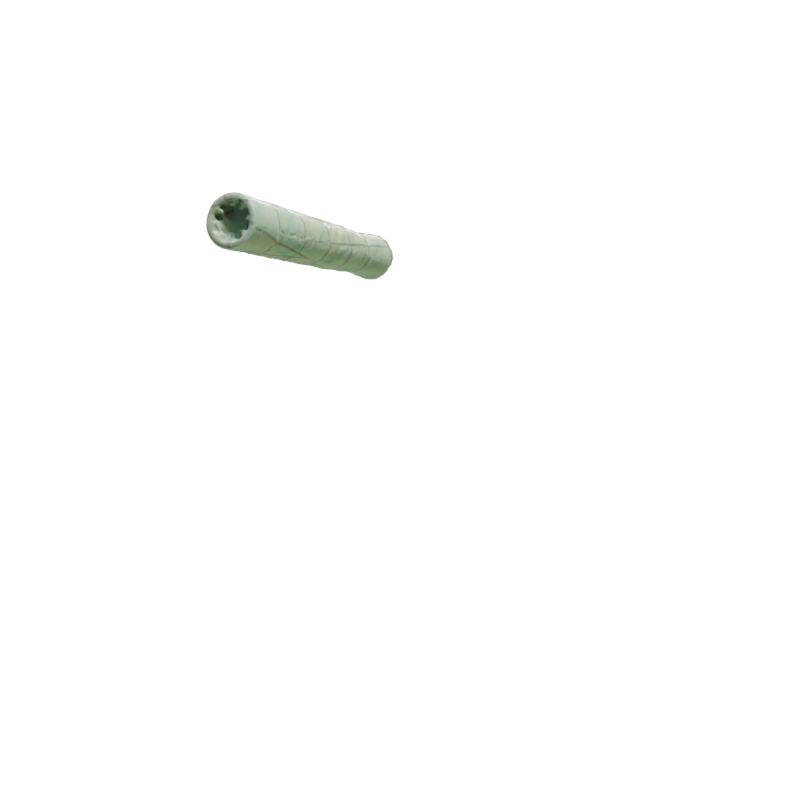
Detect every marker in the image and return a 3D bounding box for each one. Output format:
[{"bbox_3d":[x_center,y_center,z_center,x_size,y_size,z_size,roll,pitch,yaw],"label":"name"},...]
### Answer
[{"bbox_3d":[-0.032,-0.059,0.411,0.020,0.020,0.116,2,1,23],"label":"marker"}]
